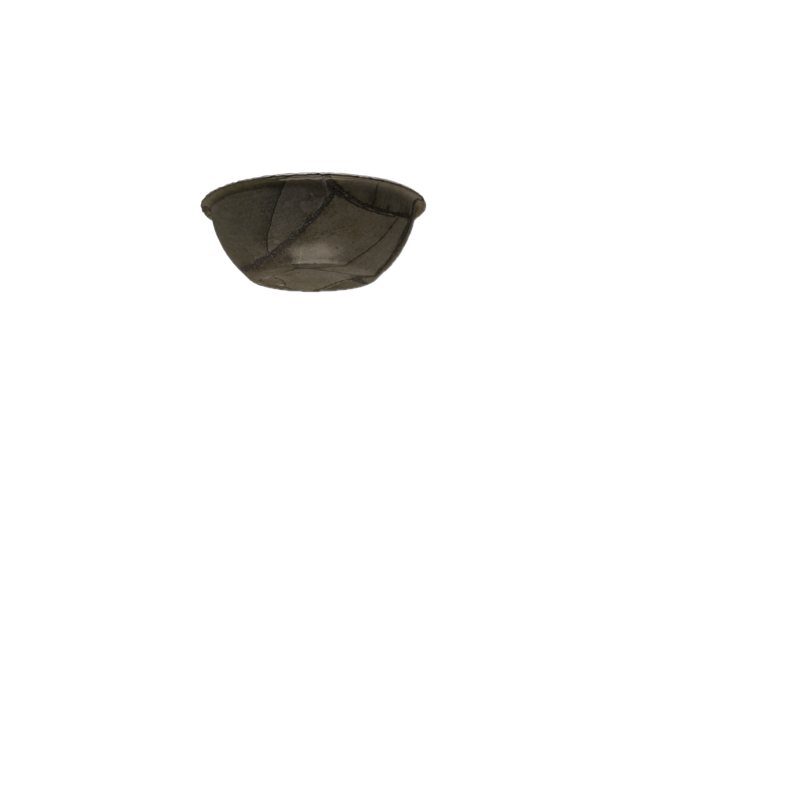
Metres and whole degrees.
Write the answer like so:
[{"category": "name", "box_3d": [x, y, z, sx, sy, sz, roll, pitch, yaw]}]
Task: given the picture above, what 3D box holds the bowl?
[{"category": "bowl", "box_3d": [-0.062, -0.113, 0.790, 0.162, 0.057, 0.158, 0, -8, -2]}]
